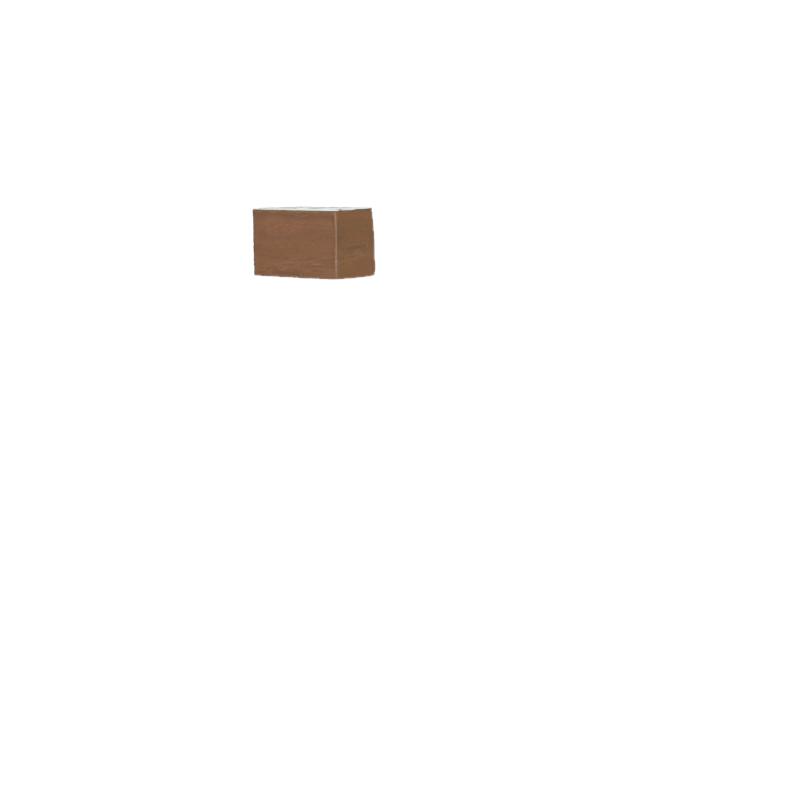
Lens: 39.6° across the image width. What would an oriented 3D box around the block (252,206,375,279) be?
[{"bbox_3d":[-0.065,-0.118,0.827,0.081,0.051,0.051,5,9,32],"label":"block"}]
